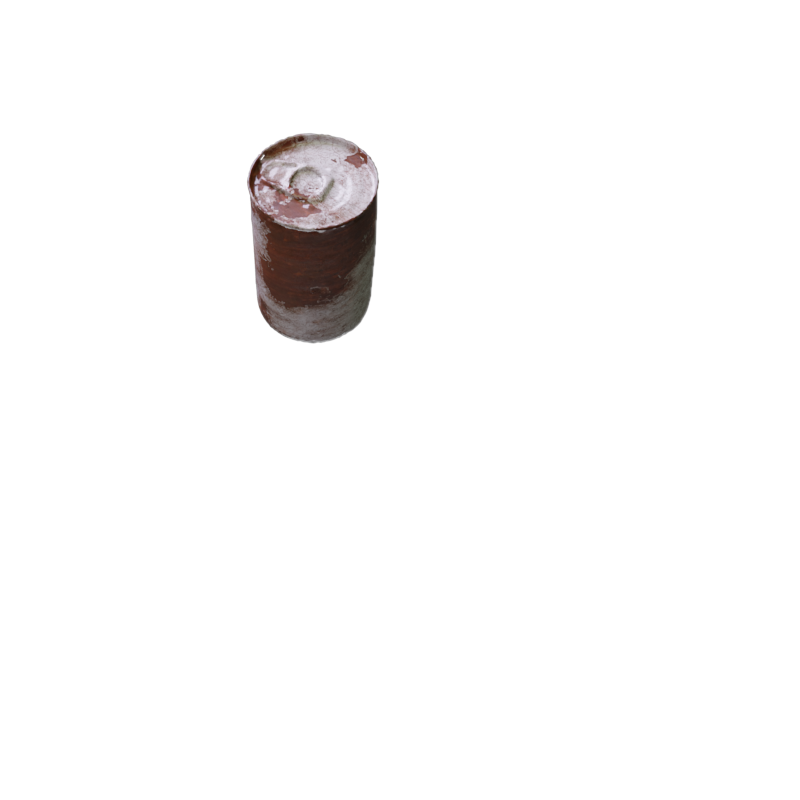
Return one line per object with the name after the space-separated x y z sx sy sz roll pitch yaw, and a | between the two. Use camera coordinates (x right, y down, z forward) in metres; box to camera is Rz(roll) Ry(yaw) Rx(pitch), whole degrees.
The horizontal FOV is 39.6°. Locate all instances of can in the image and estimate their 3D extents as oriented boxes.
-0.048 -0.087 0.609 0.068 0.073 0.095 0 -36 -3 | can
